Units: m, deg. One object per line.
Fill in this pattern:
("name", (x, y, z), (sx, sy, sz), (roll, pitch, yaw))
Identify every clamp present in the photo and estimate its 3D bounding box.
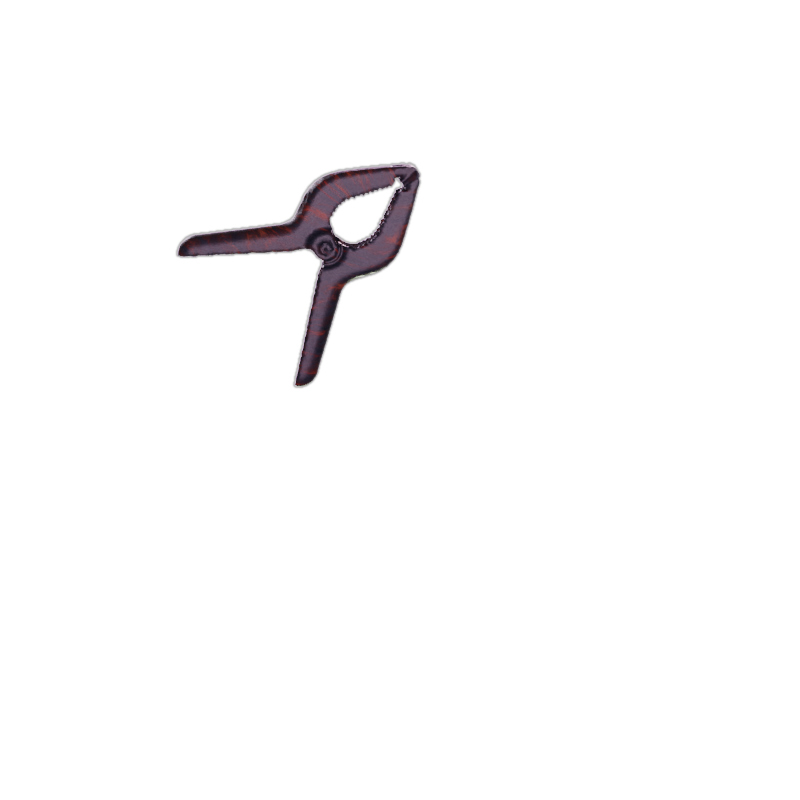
("clamp", (-0.074, -0.135, 0.942), (0.161, 0.208, 0.037), (42, 8, -8))
